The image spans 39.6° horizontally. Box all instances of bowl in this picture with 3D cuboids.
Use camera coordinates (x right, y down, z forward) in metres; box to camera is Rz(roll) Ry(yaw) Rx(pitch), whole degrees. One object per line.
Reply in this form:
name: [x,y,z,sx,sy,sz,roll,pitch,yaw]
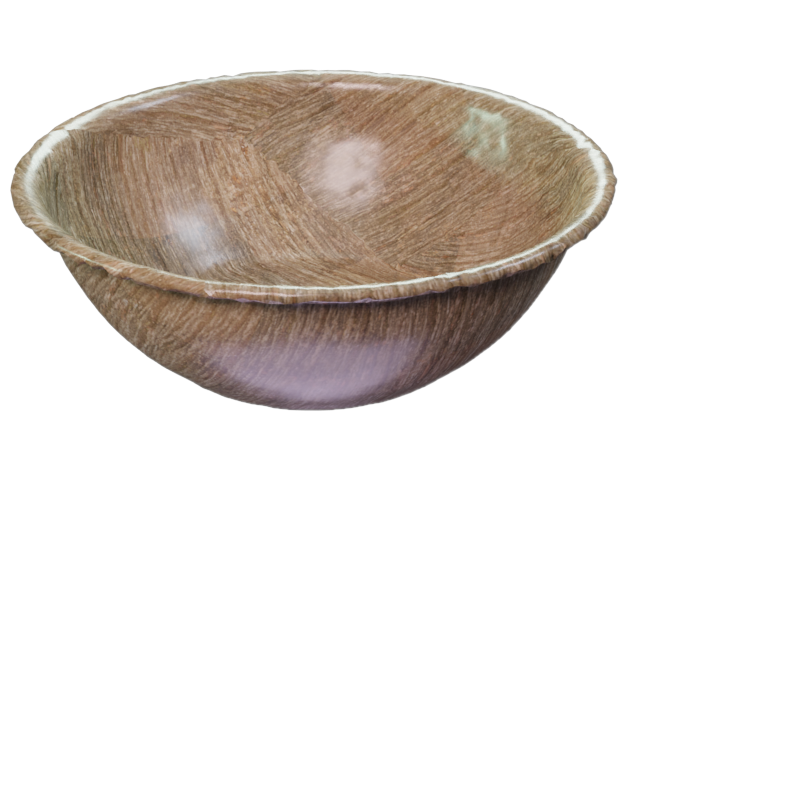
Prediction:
bowl: [-0.025,-0.045,0.315,0.162,0.052,0.172,-1,31,-2]
